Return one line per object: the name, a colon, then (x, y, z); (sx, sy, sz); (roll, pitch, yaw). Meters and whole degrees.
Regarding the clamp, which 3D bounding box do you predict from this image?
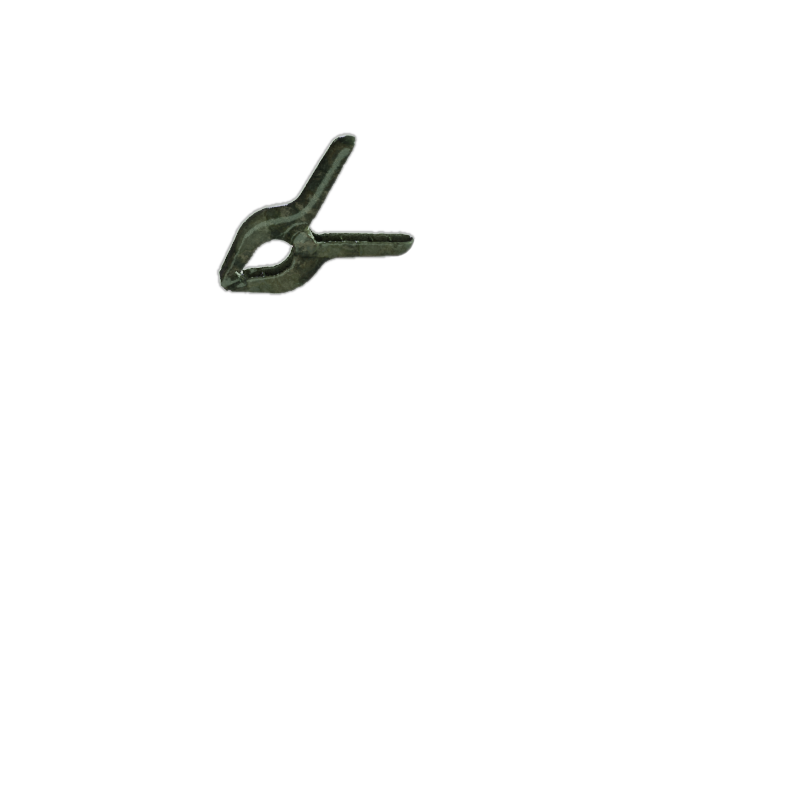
clamp: (-0.076, -0.138, 0.966); (0.171, 0.116, 0.041); (-36, 15, 11)
